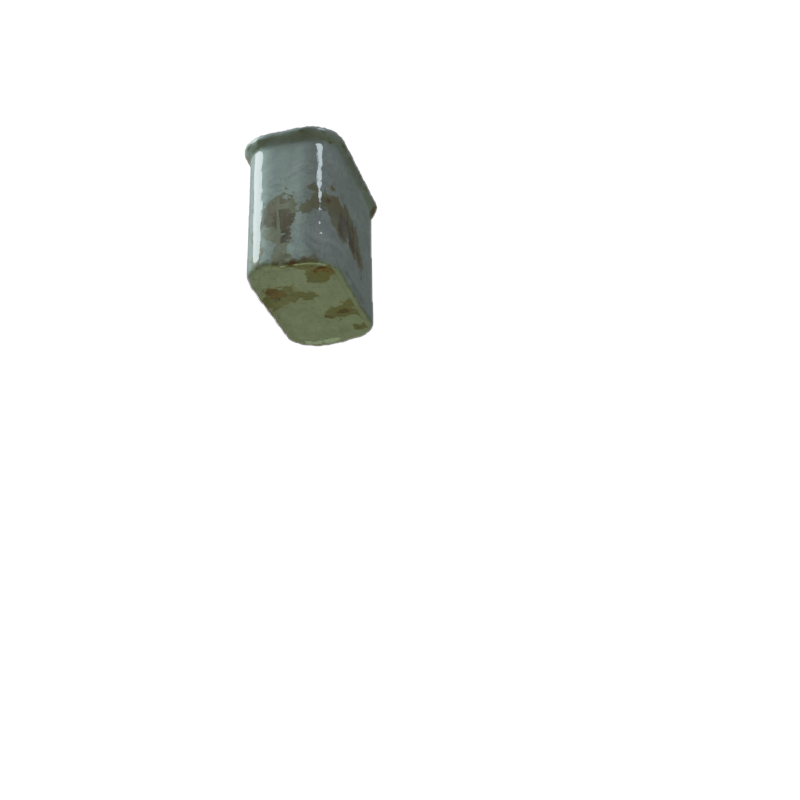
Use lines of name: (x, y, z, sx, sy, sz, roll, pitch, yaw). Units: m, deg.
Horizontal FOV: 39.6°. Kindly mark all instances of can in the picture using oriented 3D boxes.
can: (-0.049, -0.089, 0.621, 0.058, 0.089, 0.095, -9, -28, 13)
